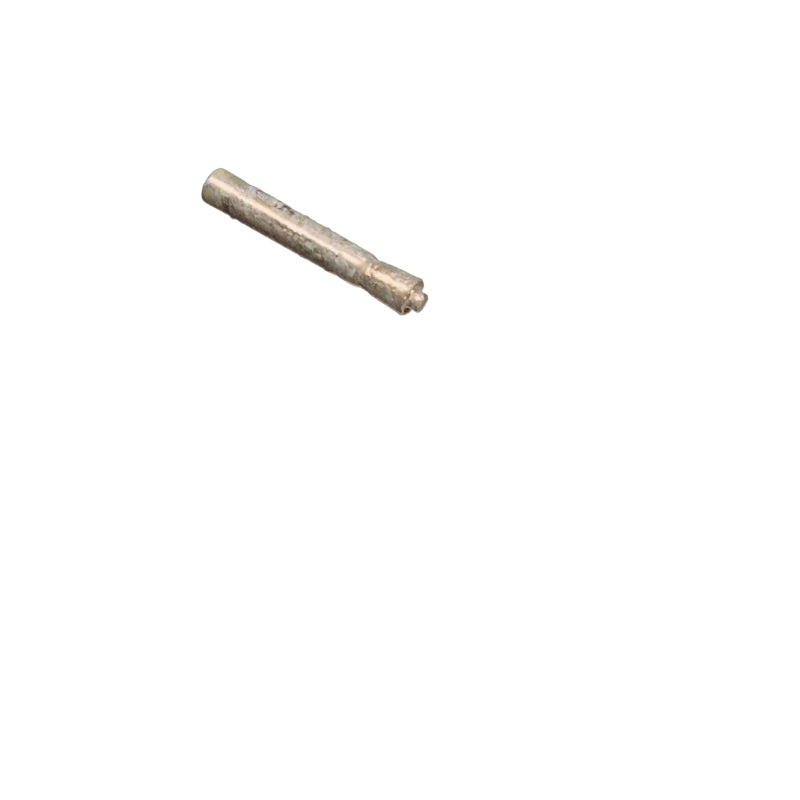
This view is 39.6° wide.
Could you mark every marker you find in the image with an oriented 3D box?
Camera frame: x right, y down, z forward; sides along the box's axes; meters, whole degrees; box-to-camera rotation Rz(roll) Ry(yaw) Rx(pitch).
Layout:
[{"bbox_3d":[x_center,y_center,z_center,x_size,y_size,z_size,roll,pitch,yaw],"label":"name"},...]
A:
[{"bbox_3d":[-0.040,-0.073,0.514,0.127,0.019,0.019,32,15,21],"label":"marker"}]
